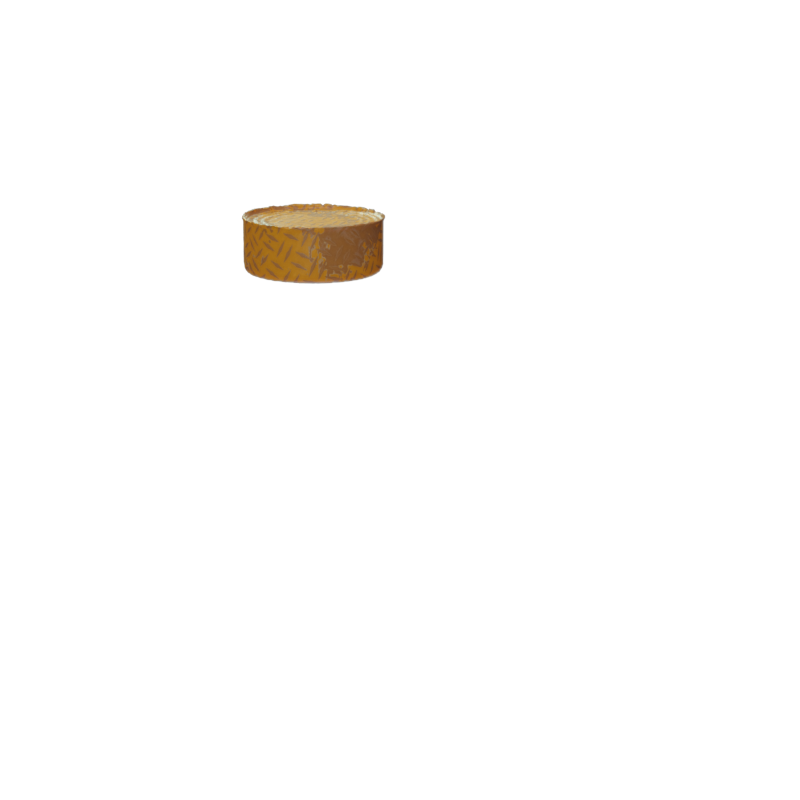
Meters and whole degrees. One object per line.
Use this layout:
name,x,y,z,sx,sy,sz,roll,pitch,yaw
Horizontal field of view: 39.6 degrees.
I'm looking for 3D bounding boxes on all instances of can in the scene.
can,-0.052,-0.095,0.667,0.086,0.032,0.089,-1,18,-2
